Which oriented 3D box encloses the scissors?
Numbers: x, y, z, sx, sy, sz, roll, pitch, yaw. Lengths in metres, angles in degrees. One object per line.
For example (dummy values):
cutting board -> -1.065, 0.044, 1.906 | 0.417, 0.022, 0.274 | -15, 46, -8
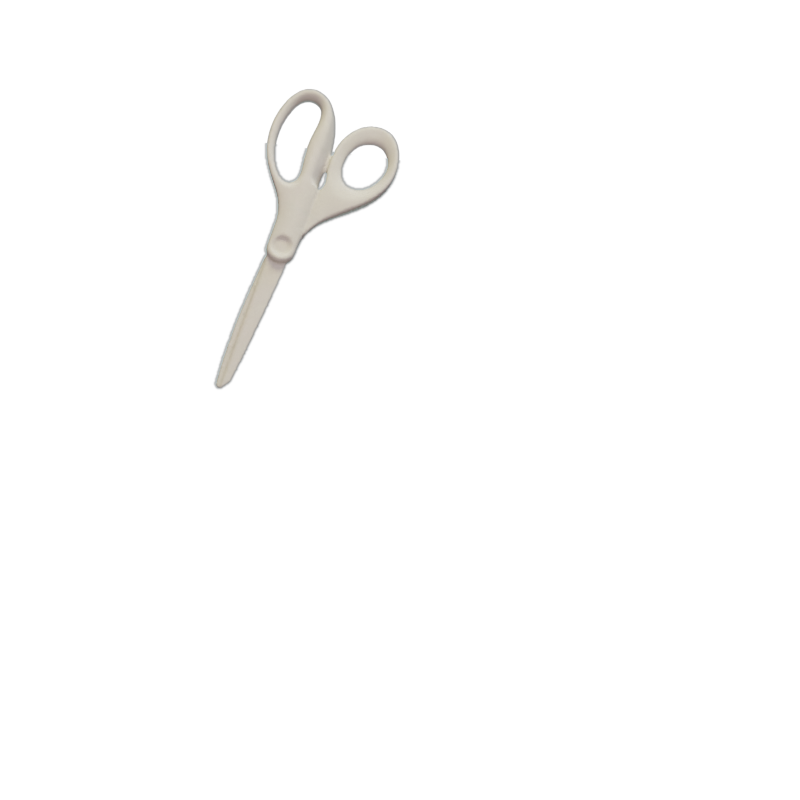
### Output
scissors -> -0.056, -0.101, 0.710 | 0.096, 0.208, 0.015 | 7, -13, 1
